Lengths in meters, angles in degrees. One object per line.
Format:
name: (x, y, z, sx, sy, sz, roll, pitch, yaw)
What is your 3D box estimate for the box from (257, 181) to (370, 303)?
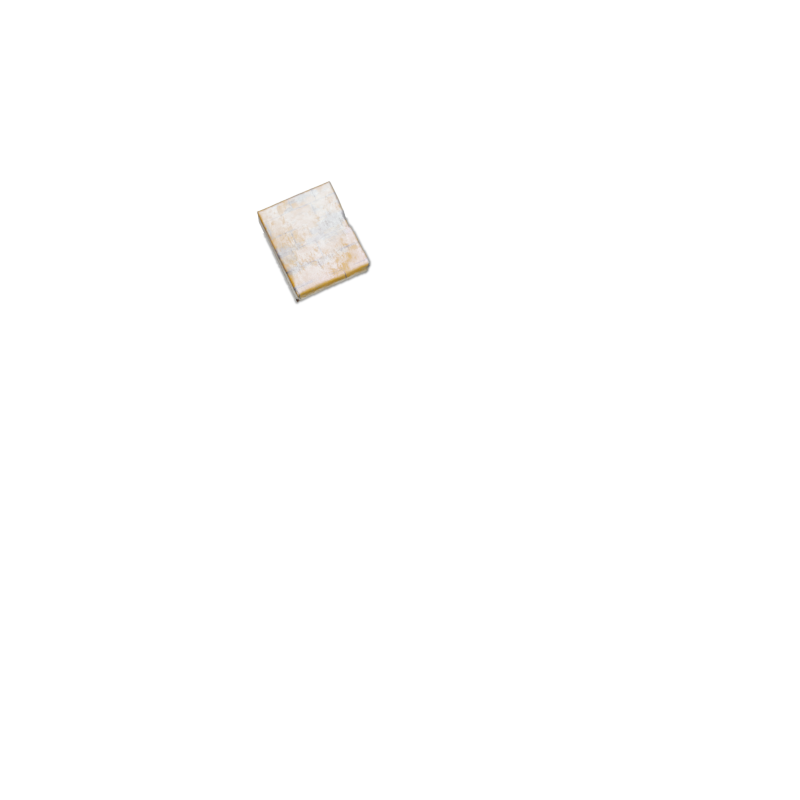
box: (-0.078, -0.143, 0.999, 0.073, 0.093, 0.029, -24, -15, -7)
